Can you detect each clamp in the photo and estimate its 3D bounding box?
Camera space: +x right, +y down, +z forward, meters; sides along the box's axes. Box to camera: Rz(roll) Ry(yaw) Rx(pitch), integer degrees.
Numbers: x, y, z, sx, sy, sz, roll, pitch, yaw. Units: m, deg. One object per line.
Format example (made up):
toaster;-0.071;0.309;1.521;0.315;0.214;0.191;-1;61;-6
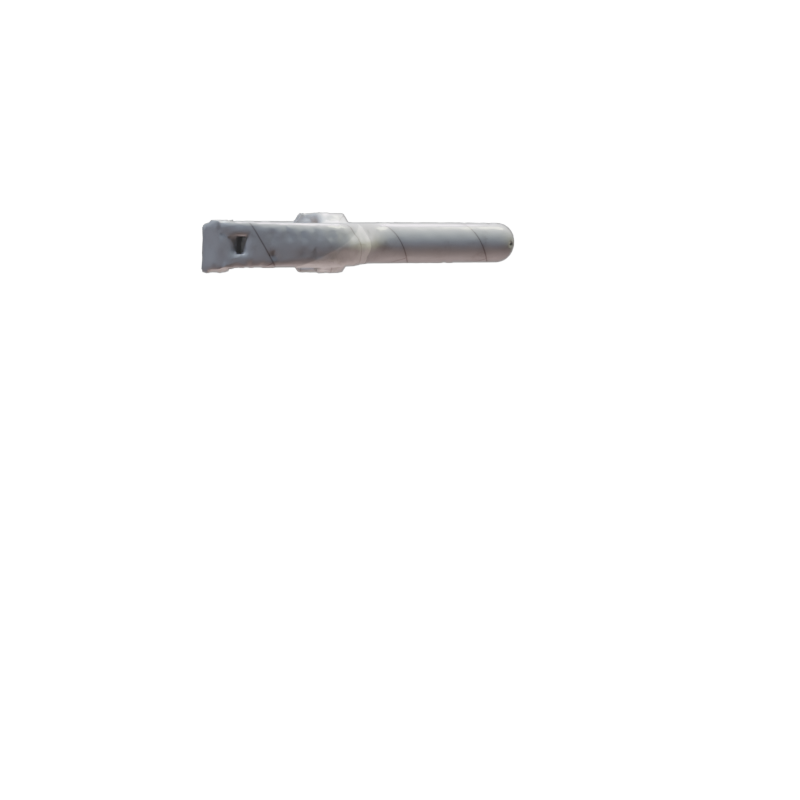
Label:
clamp;-0.053;-0.097;0.682;0.172;0.036;0.203;8;13;41
